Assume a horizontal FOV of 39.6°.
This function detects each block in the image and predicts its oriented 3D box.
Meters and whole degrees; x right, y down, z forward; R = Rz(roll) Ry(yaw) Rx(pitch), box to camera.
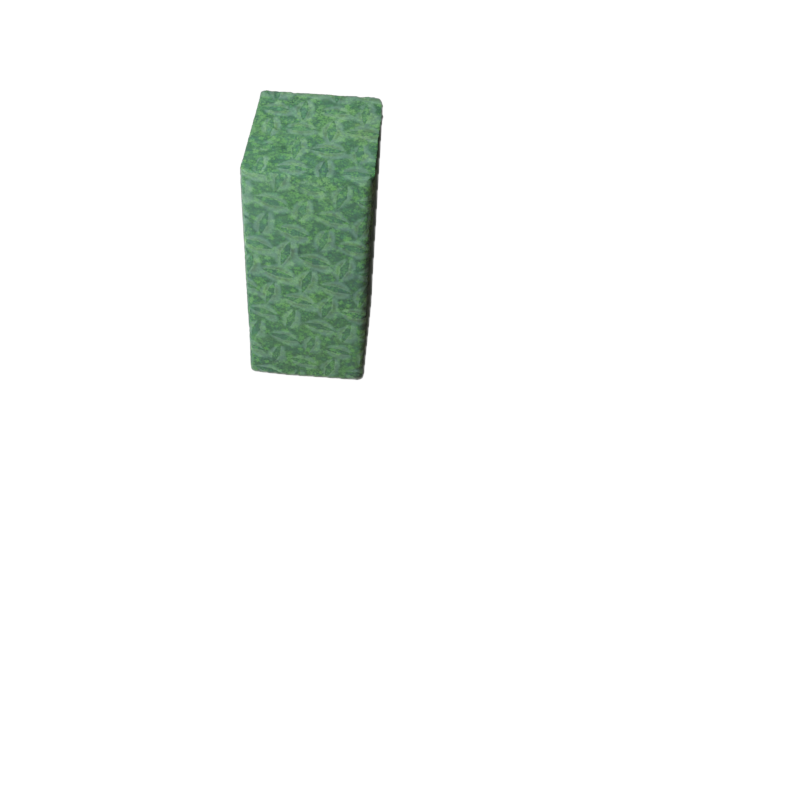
[{"bbox_3d":[-0.064,-0.117,0.821,0.091,0.097,0.192,6,-42,1],"label":"block"}]
